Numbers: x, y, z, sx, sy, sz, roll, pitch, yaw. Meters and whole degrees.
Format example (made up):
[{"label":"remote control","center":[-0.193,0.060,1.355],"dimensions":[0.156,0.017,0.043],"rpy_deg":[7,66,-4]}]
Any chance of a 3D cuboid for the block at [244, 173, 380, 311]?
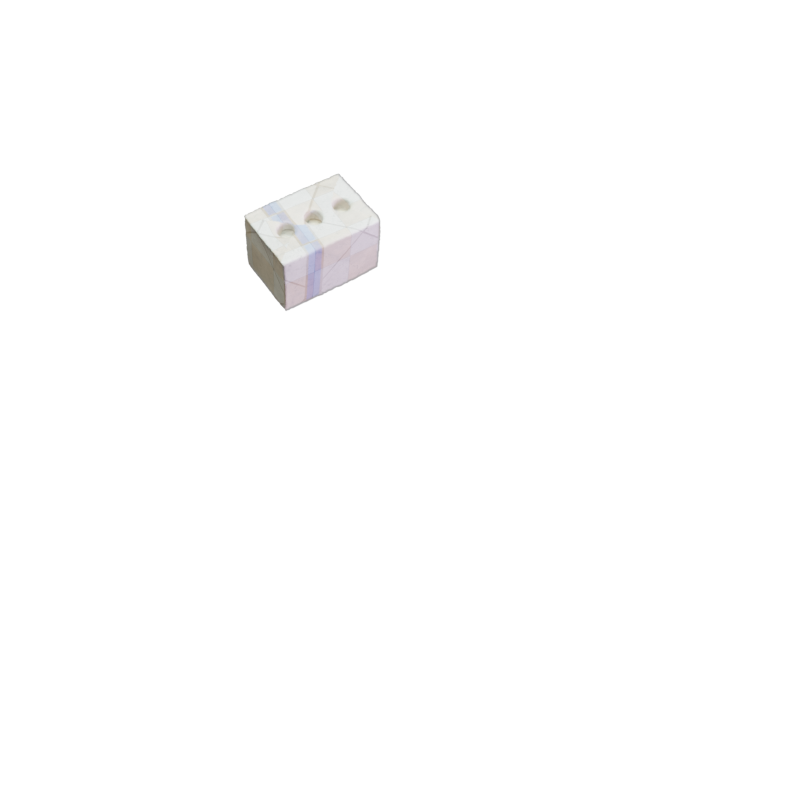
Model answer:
[{"label":"block","center":[-0.059,-0.107,0.752],"dimensions":[0.078,0.057,0.048],"rpy_deg":[-28,-32,-21]}]
